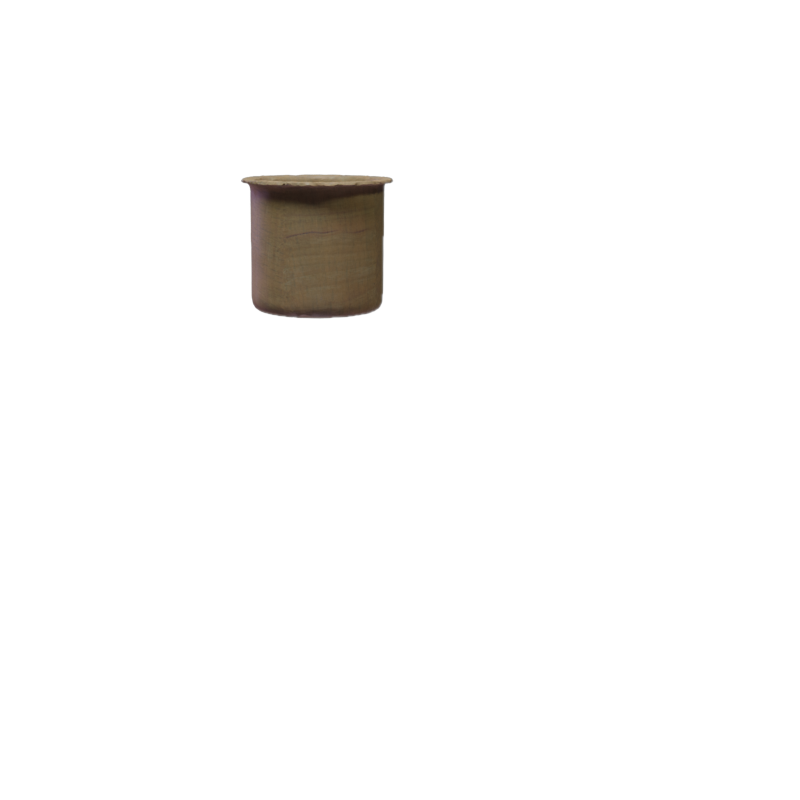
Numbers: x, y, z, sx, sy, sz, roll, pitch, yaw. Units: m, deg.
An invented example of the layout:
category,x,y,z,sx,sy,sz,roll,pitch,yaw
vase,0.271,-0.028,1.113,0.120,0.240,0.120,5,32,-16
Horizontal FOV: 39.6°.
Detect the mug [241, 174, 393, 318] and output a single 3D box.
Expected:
category,x,y,z,sx,sy,sz,roll,pitch,yaw
mug,-0.054,-0.099,0.695,0.092,0.080,0.122,-3,12,-15
